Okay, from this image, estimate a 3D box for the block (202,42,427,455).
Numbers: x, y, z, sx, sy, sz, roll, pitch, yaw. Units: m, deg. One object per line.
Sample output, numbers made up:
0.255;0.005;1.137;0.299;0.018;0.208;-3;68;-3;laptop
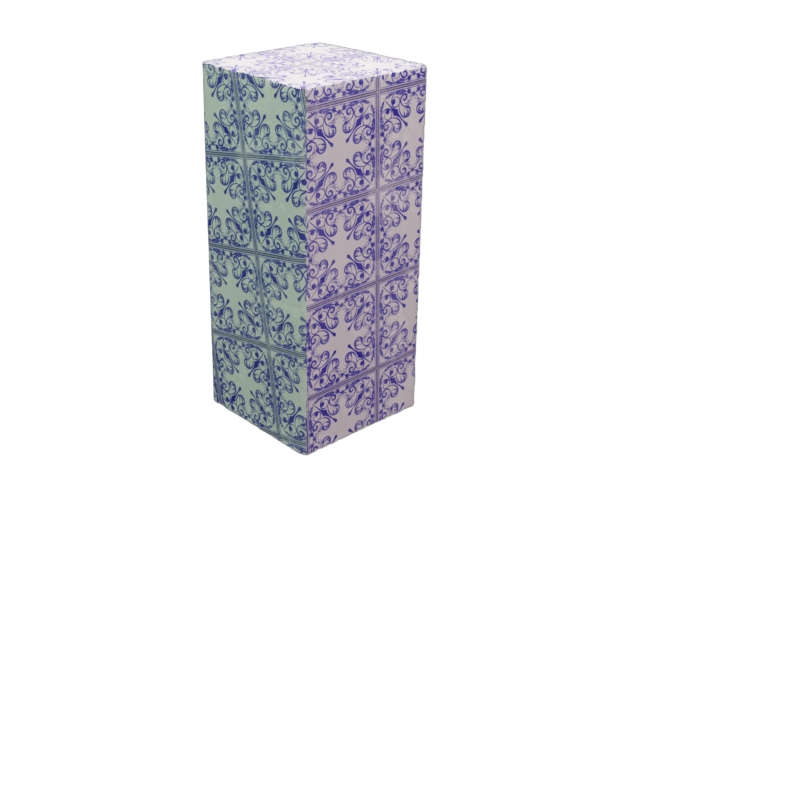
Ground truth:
-0.050;-0.090;0.631;0.089;0.196;0.096;-20;31;-40;block
